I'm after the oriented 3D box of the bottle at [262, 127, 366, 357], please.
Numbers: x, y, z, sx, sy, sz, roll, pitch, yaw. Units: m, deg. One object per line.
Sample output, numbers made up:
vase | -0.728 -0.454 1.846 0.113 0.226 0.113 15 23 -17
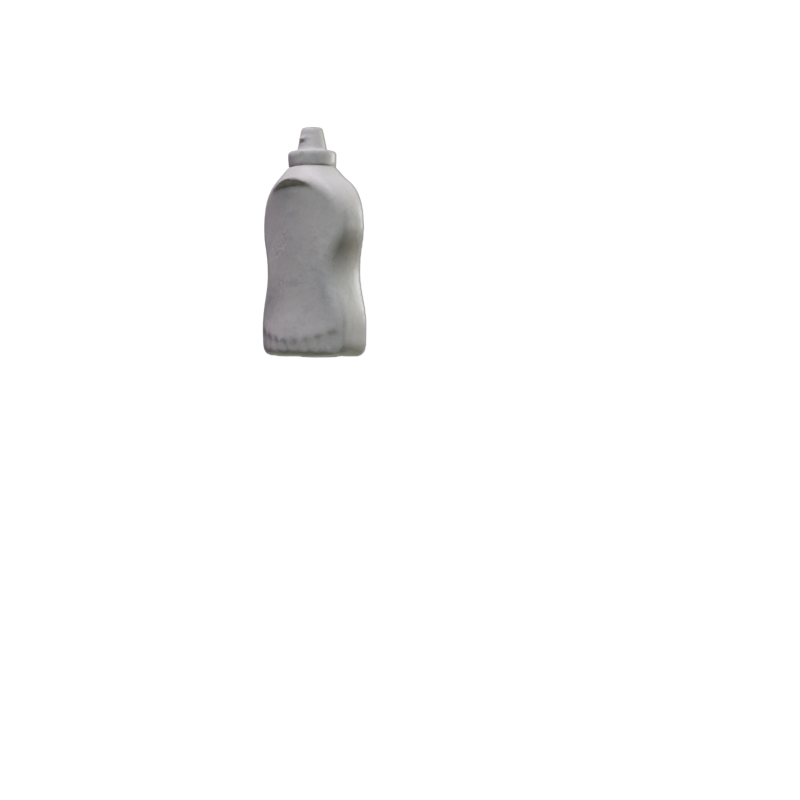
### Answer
bottle | -0.073 -0.133 0.930 0.099 0.193 0.056 -2 -3 44
